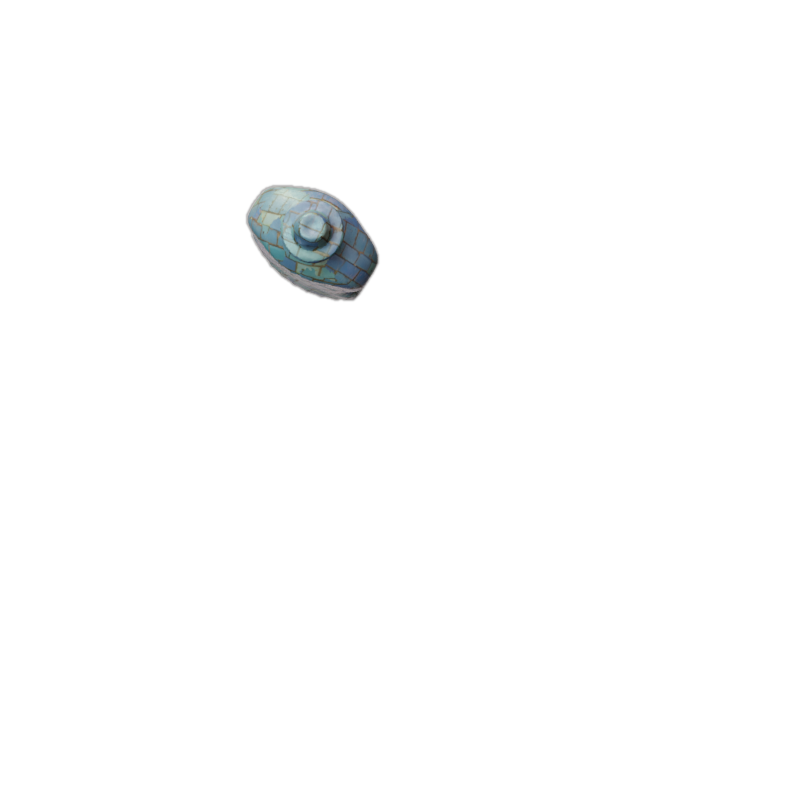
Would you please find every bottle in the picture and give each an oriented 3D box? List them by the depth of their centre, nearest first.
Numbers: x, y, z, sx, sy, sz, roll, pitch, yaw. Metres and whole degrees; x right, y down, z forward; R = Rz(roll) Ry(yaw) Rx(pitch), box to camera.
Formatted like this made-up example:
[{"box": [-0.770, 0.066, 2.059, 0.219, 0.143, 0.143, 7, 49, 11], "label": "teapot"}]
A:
[{"box": [-0.062, -0.112, 0.787, 0.096, 0.059, 0.191, 34, -1, -3], "label": "bottle"}]
